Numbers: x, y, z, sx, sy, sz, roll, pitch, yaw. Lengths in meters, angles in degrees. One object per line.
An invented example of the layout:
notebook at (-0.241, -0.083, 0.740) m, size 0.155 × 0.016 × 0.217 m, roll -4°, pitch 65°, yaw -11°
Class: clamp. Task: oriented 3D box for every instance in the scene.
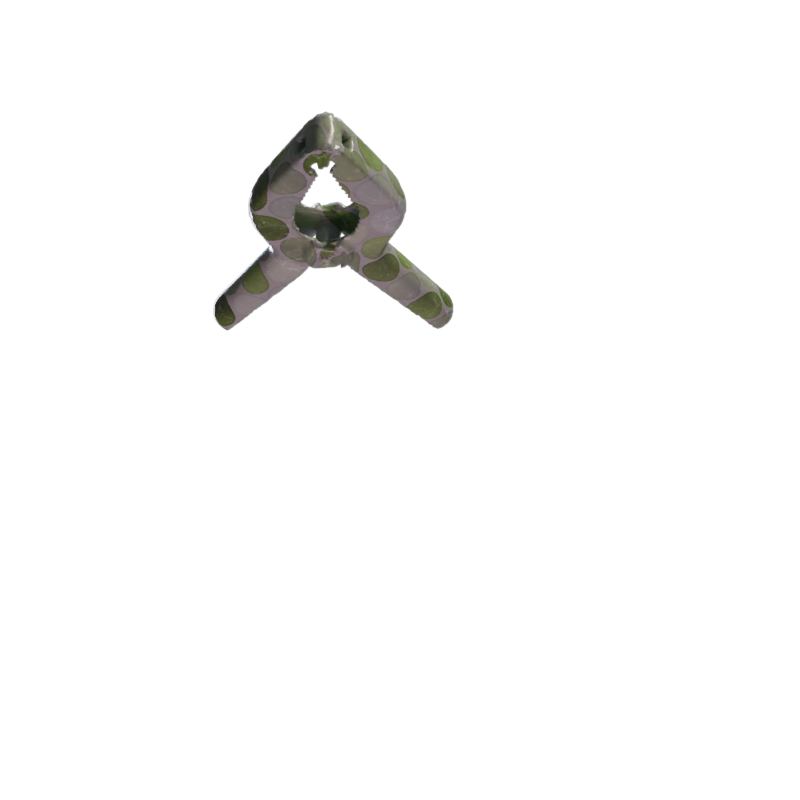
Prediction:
clamp at (-0.055, -0.100, 0.698) m, size 0.166 × 0.039 × 0.195 m, roll -4°, pitch -30°, yaw 6°
